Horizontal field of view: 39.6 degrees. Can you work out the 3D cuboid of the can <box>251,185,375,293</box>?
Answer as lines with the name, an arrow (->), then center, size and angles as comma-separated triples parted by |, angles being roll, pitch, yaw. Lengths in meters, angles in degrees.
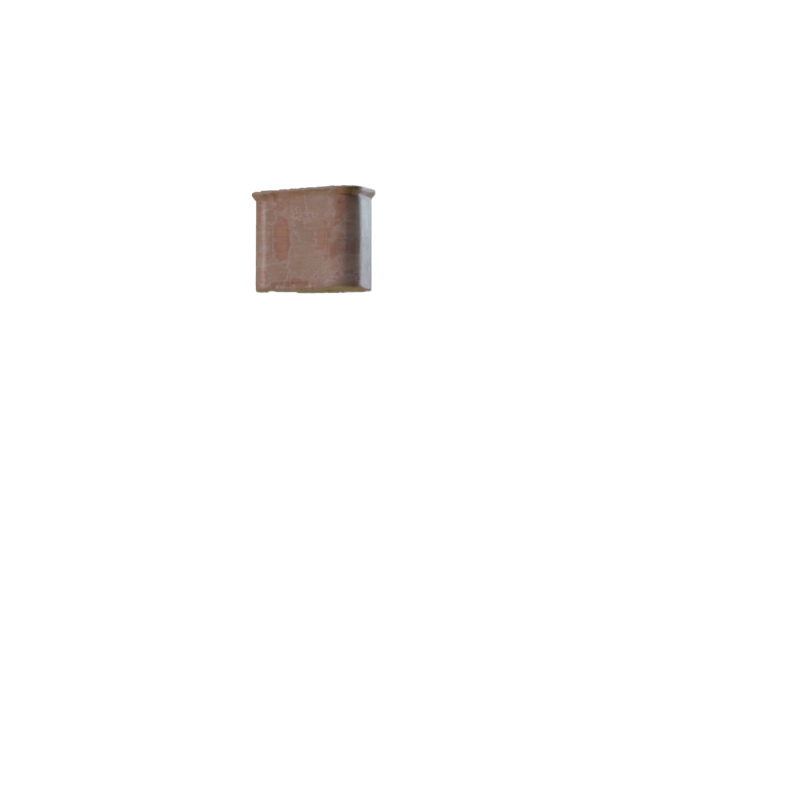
can -> -0.072, -0.131, 0.919 | 0.105, 0.085, 0.055 | 0, -2, 26
